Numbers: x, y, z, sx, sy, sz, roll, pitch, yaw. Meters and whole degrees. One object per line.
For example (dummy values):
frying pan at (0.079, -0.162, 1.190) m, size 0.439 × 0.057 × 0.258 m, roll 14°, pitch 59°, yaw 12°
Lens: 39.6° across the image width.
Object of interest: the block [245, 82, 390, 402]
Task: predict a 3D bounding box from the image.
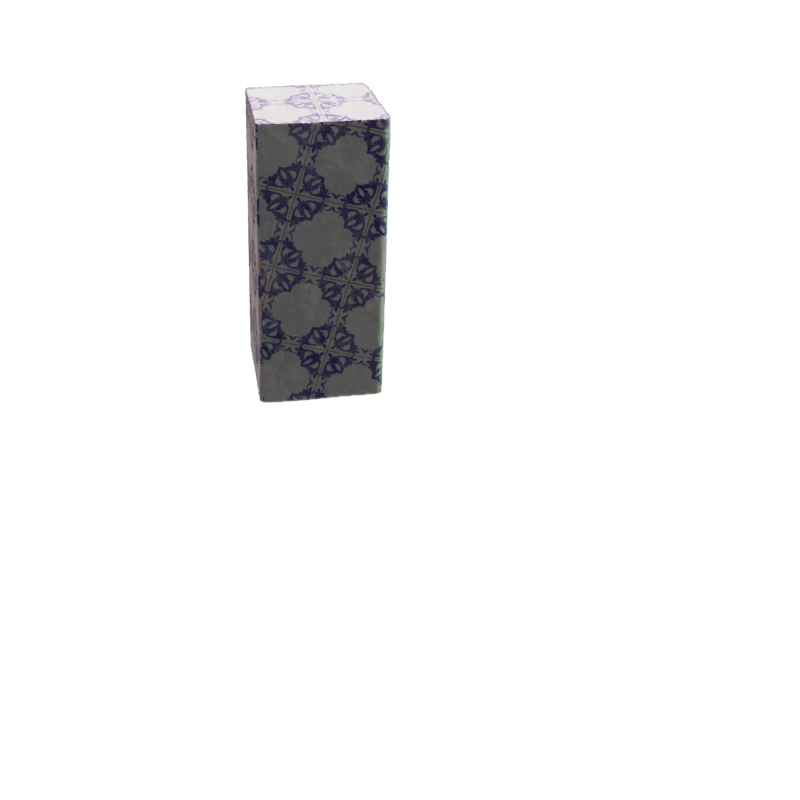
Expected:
block at (-0.061, -0.112, 0.788) m, size 0.089 × 0.196 × 0.097 m, roll -3°, pitch 25°, yaw -10°
